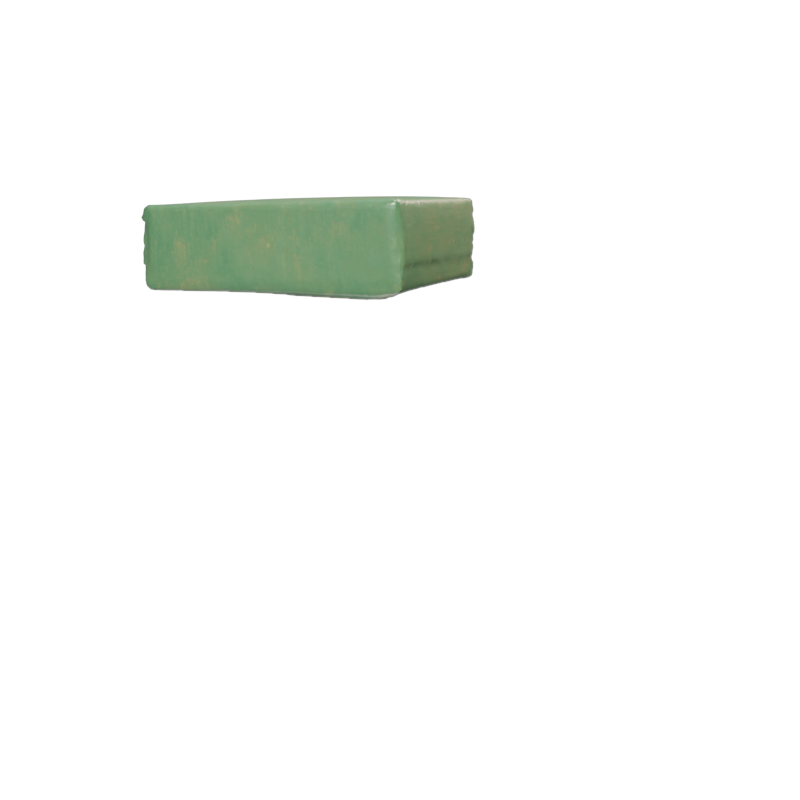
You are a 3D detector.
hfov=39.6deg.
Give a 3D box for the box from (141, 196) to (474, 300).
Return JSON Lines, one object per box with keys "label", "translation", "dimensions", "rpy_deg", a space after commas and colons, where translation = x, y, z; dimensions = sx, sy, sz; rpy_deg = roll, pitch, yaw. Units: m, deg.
{"label": "box", "translation": [-0.036, -0.066, 0.460], "dimensions": [0.117, 0.038, 0.088], "rpy_deg": [5, 11, 23]}
